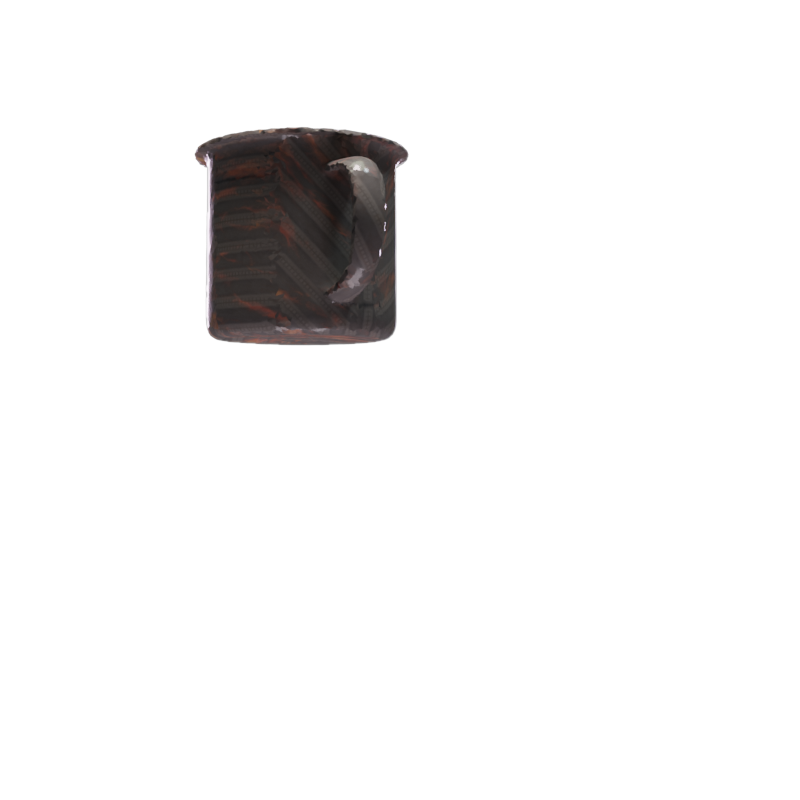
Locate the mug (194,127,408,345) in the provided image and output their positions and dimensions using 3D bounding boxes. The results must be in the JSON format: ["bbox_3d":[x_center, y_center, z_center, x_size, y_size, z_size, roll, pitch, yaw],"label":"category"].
[{"bbox_3d":[-0.037,-0.067,0.467,0.090,0.083,0.119,2,-4,-28],"label":"mug"}]
